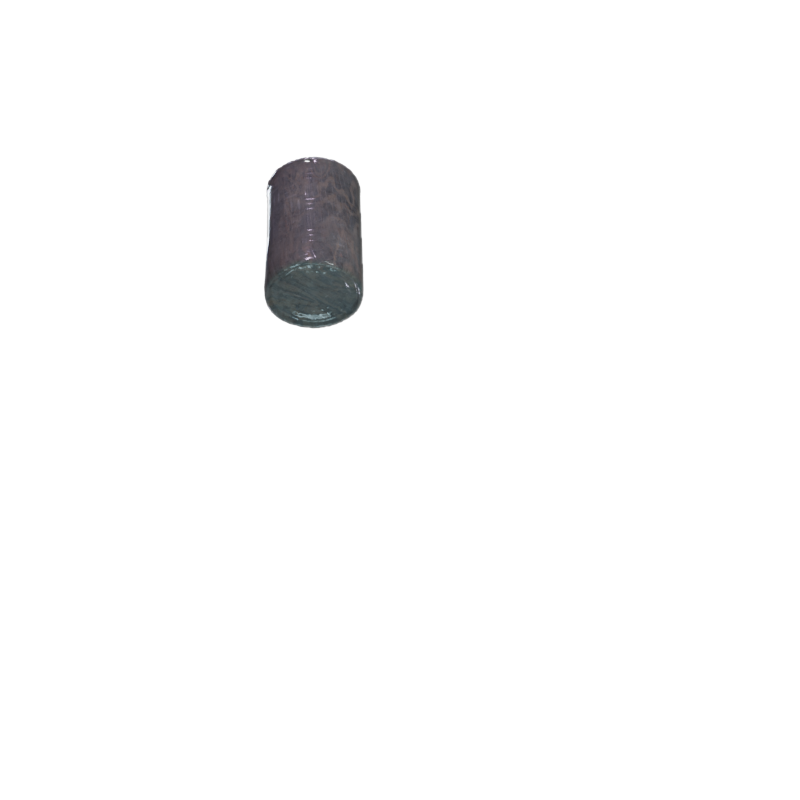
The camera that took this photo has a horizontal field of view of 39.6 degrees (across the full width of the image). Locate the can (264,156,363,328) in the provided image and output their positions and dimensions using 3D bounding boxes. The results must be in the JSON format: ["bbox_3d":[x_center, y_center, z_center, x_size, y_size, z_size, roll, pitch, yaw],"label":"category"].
[{"bbox_3d":[-0.060,-0.109,0.765,0.068,0.110,0.064,-1,-41,-3],"label":"can"}]
